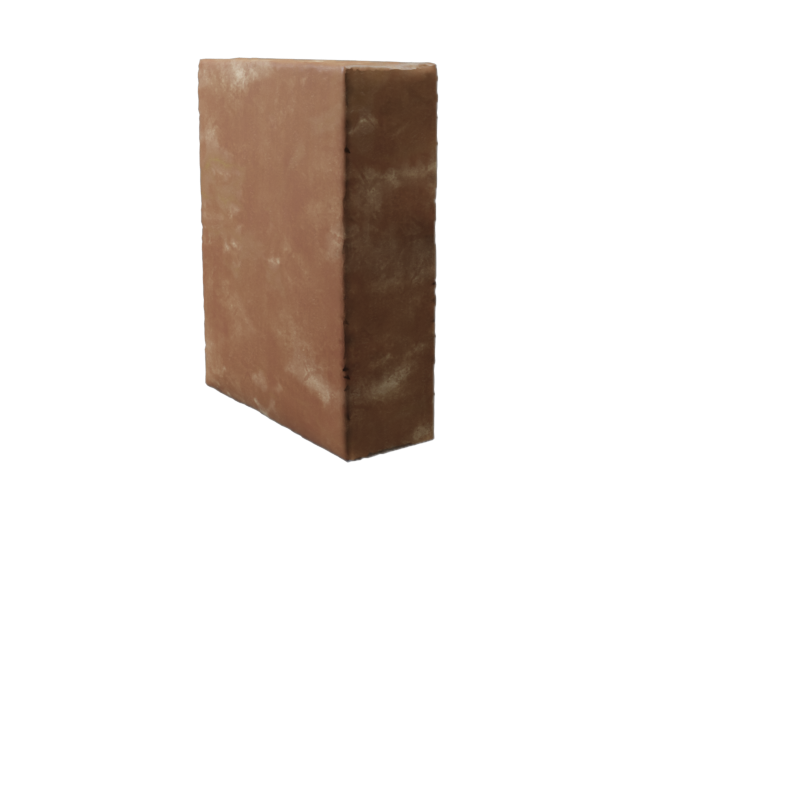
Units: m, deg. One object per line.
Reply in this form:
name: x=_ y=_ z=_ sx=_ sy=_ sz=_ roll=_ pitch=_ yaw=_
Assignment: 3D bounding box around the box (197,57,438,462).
box: x=-0.051 y=-0.094 z=0.656 sx=0.070 sy=0.208 sz=0.174 roll=-7 pitch=16 yaw=-35
